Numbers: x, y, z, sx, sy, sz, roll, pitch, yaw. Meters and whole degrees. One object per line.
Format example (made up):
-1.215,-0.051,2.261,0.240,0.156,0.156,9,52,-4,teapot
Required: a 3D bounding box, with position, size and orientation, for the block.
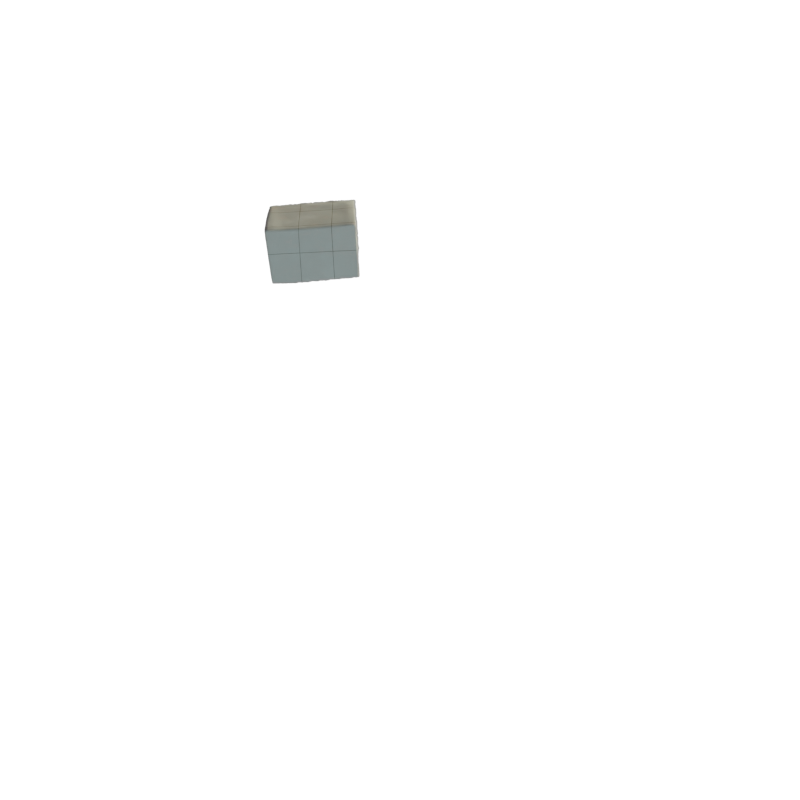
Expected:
-0.075,-0.136,0.955,0.078,0.049,0.054,-4,31,1,block
